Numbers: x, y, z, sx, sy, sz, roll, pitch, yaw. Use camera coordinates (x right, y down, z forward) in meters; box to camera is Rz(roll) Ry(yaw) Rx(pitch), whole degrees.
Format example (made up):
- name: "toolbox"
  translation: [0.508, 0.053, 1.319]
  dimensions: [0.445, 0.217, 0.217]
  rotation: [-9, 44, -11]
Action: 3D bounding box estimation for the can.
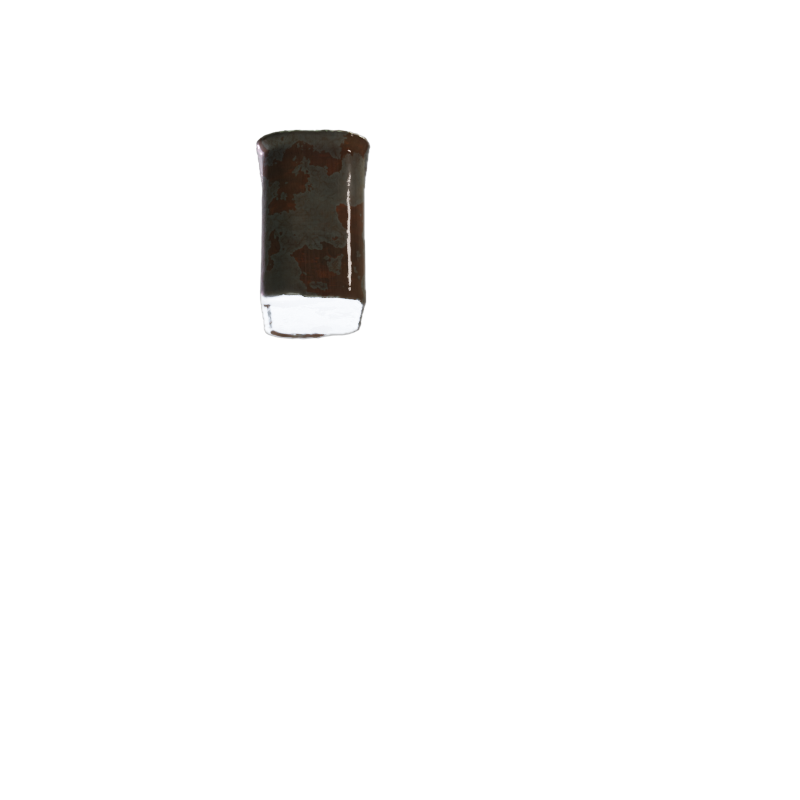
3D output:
- name: "can"
  translation: [-0.045, -0.082, 0.576]
  dimensions: [0.057, 0.087, 0.099]
  rotation: [0, -12, -3]
